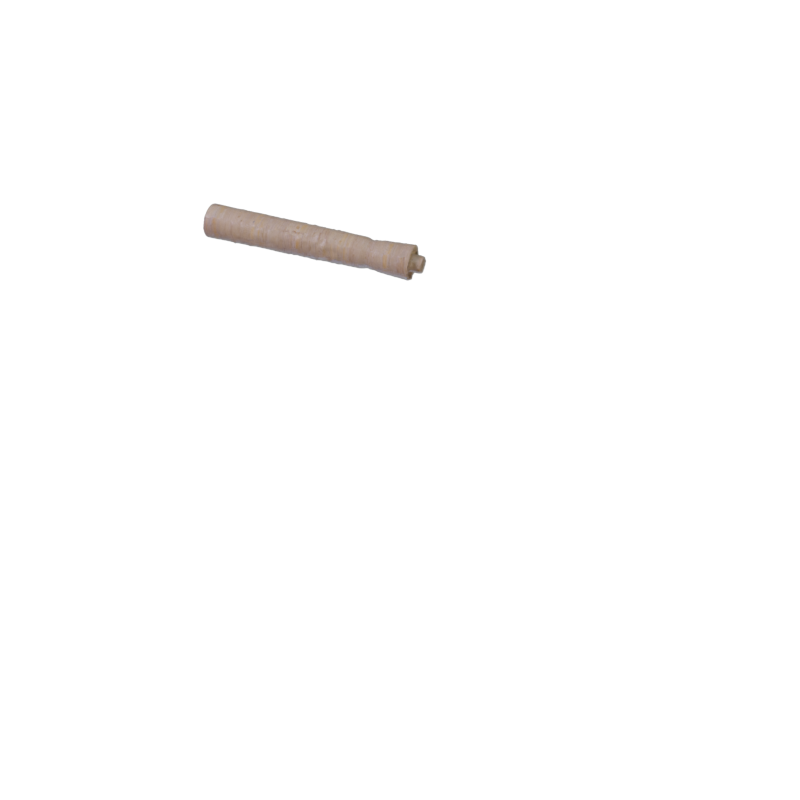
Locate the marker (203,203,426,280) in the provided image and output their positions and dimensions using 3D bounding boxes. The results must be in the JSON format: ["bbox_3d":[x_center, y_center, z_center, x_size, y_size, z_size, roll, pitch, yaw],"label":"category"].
[{"bbox_3d":[-0.046,-0.083,0.583,0.125,0.019,0.019,14,8,18],"label":"marker"}]
